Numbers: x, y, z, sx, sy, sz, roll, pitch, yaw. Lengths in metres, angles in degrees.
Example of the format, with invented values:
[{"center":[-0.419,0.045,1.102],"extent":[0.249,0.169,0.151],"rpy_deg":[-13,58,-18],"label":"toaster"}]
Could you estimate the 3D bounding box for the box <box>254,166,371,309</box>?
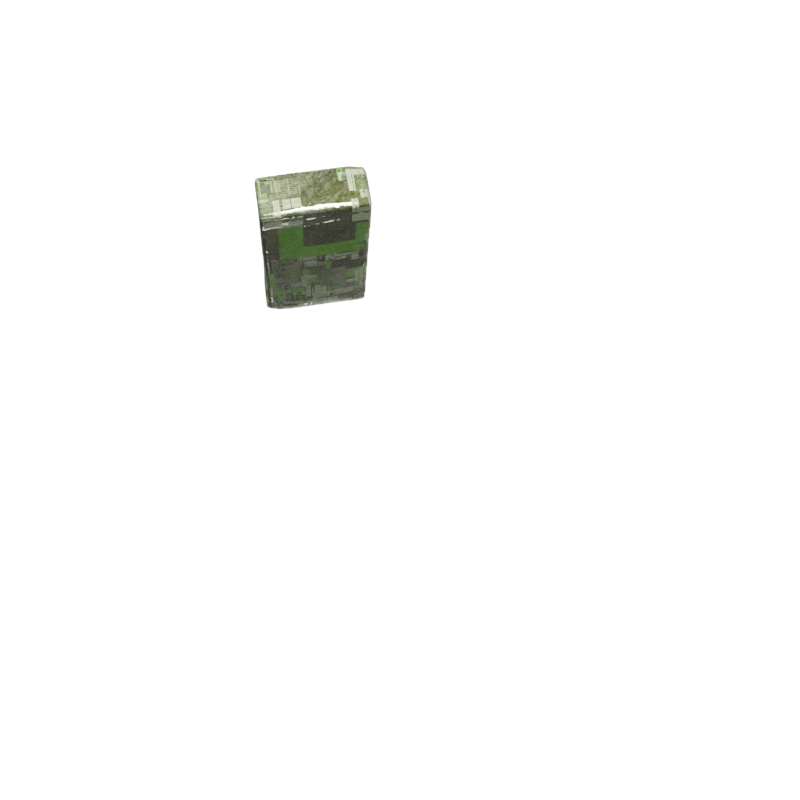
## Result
[{"center":[-0.076,-0.138,0.967],"extent":[0.093,0.051,0.166],"rpy_deg":[-7,-24,-7],"label":"box"}]
